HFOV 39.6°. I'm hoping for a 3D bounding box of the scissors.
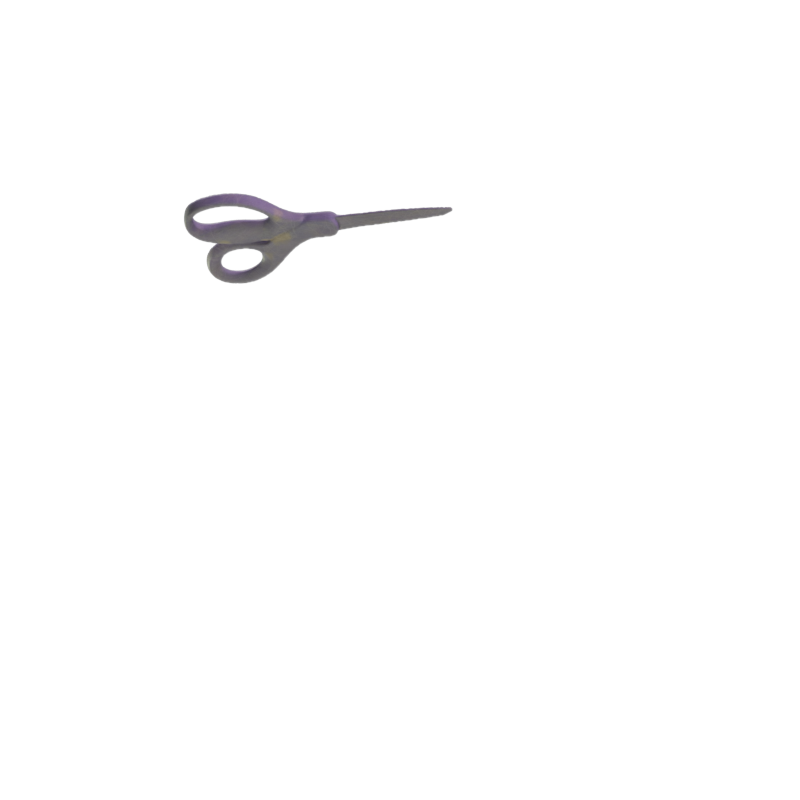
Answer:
[{"bbox_3d":[-0.068,-0.123,0.862,0.200,0.017,0.090,5,-42,-5],"label":"scissors"}]
